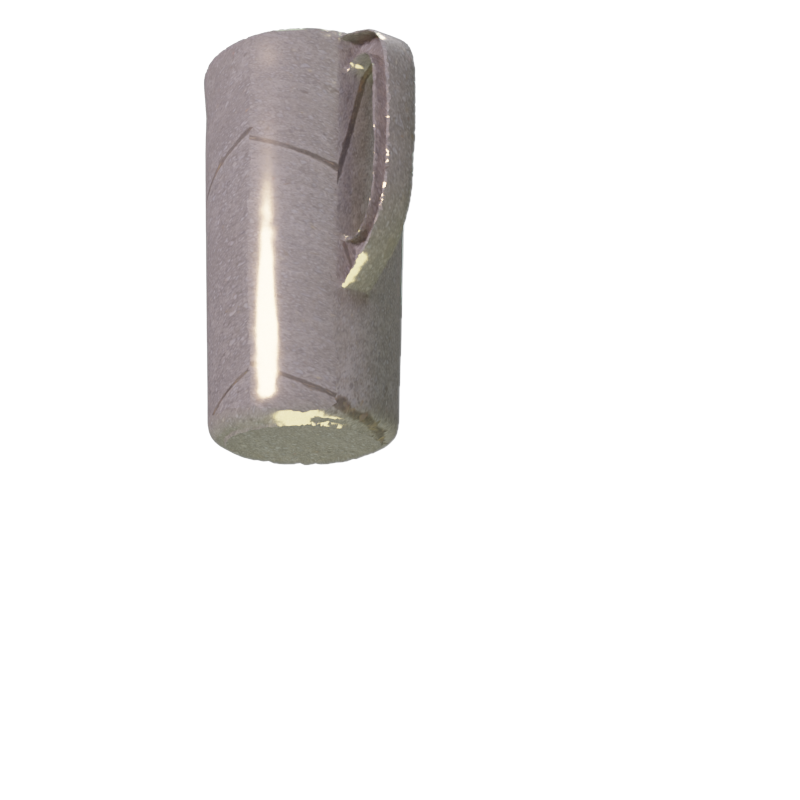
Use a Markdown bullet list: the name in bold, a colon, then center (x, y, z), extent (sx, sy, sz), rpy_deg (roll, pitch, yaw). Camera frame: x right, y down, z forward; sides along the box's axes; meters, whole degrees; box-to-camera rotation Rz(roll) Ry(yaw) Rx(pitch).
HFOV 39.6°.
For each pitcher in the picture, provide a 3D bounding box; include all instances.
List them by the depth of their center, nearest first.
- **pitcher**: center (-0.052, -0.094, 0.661), extent (0.146, 0.256, 0.140), rpy_deg (-5, -22, 10)
